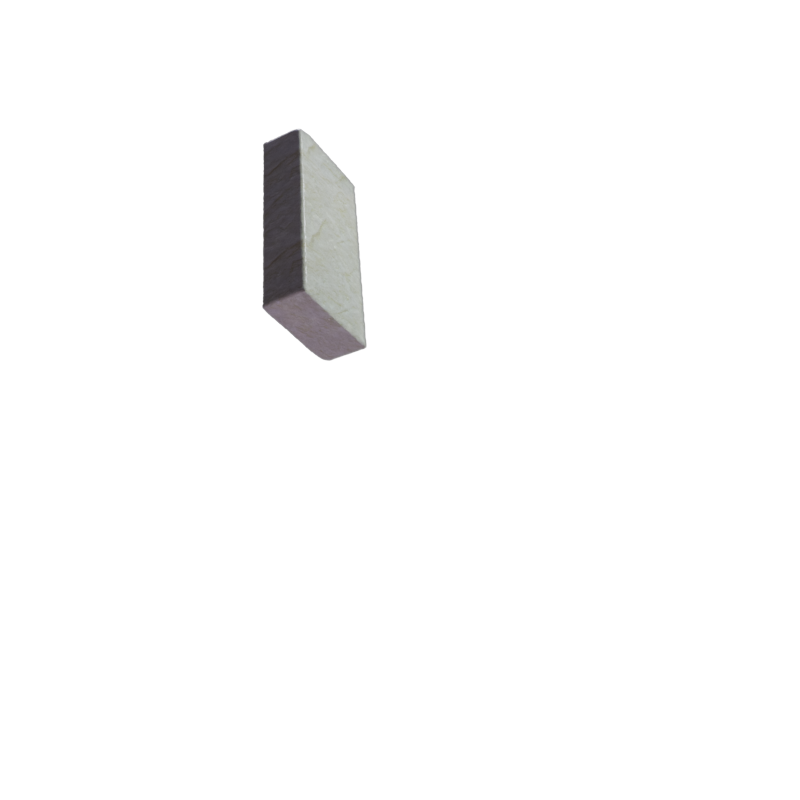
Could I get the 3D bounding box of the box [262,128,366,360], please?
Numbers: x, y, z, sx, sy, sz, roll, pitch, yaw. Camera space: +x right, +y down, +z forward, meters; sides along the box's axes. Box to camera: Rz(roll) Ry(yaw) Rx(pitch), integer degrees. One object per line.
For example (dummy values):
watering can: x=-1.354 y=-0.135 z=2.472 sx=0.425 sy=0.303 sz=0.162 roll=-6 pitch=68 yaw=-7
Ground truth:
box: x=-0.070 y=-0.129 z=0.901 sx=0.048 sy=0.189 sz=0.086 roll=-21 pitch=-39 yaw=23
